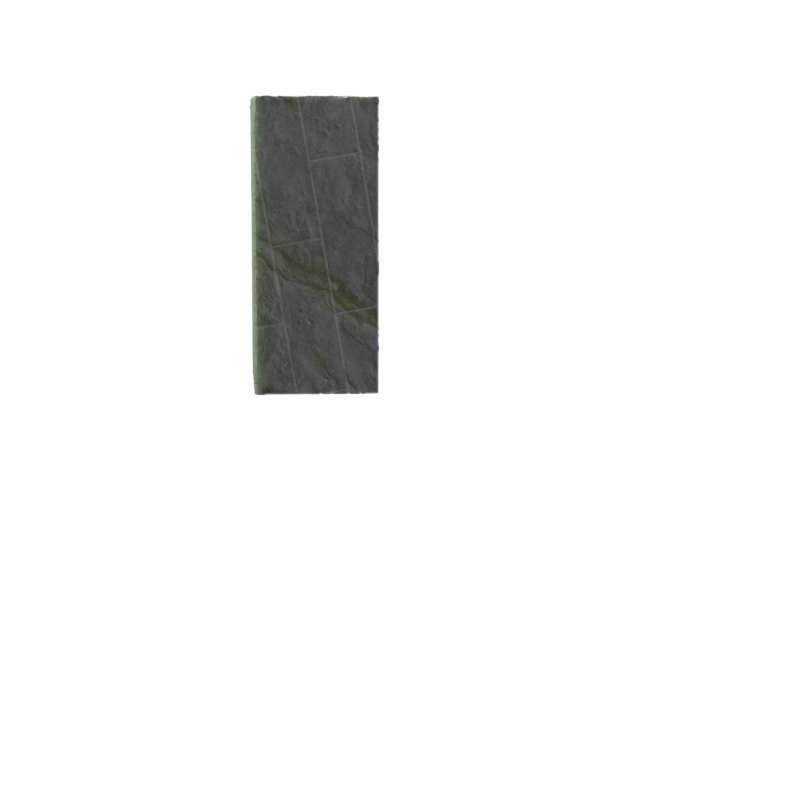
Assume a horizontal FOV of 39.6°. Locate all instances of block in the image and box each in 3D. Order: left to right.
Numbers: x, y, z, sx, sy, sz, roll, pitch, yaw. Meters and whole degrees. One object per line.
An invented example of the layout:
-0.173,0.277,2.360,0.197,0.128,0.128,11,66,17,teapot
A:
-0.064,-0.115,0.806,0.089,0.204,0.092,0,6,-6,block
